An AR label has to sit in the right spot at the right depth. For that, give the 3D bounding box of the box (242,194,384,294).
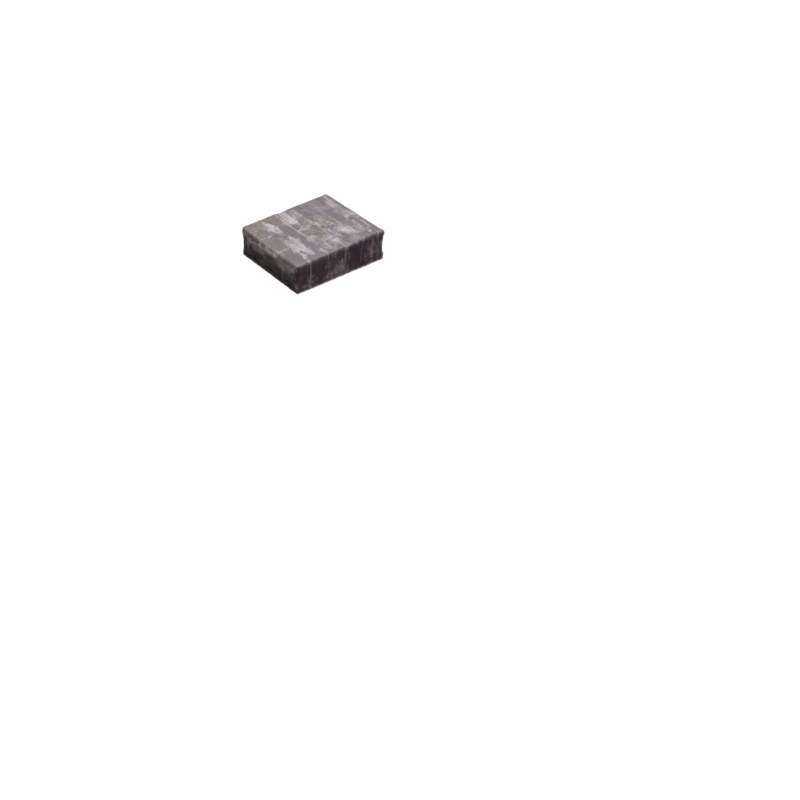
[{"bbox_3d":[-0.069,-0.125,0.877,0.089,0.028,0.078,-27,45,-30],"label":"box"}]
